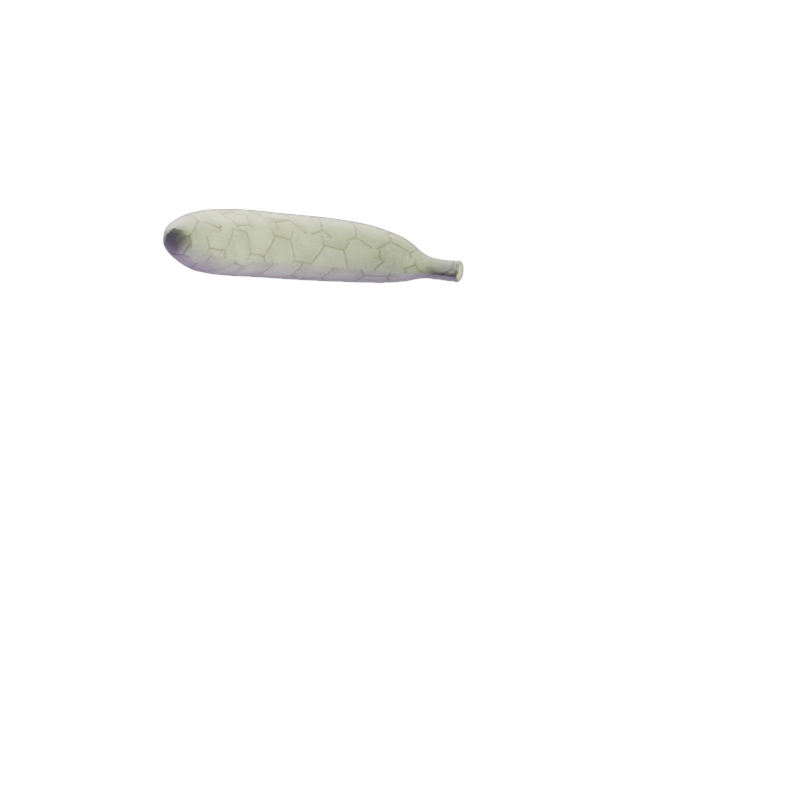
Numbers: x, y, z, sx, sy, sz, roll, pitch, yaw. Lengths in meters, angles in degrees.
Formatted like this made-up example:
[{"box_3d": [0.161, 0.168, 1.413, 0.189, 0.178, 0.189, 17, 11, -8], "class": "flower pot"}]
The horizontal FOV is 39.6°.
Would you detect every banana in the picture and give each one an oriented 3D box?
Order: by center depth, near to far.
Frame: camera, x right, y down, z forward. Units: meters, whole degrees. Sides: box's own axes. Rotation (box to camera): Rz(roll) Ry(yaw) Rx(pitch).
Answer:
[{"box_3d": [-0.056, -0.085, 0.609, 0.190, 0.037, 0.072, -2, 2, -40], "class": "banana"}]
